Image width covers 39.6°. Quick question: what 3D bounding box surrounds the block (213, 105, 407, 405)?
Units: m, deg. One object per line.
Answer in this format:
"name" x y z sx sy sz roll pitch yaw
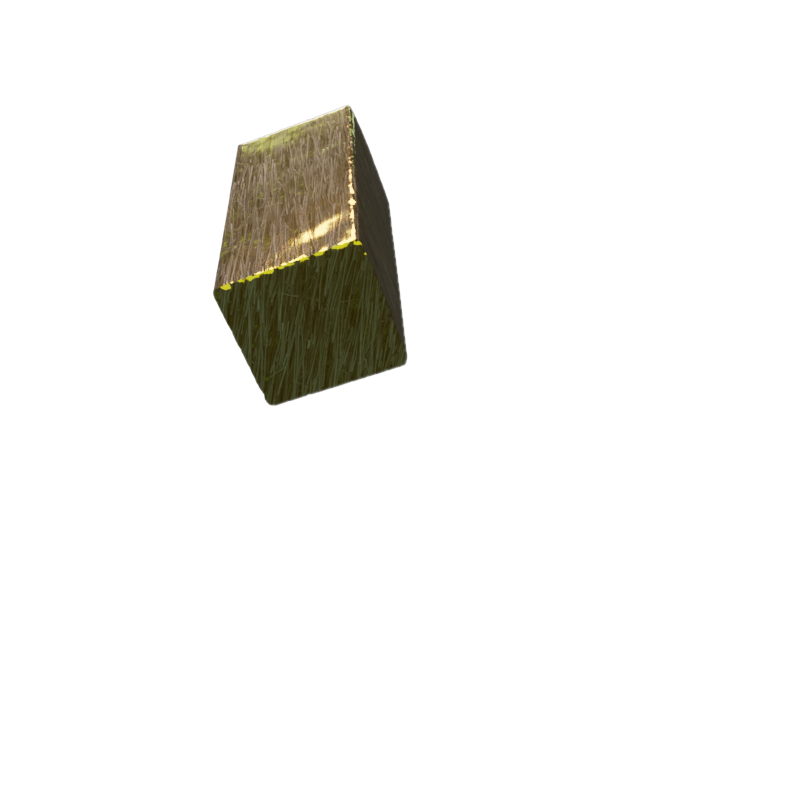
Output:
"block" -0.056 -0.102 0.720 0.091 0.084 0.220 -18 33 8
